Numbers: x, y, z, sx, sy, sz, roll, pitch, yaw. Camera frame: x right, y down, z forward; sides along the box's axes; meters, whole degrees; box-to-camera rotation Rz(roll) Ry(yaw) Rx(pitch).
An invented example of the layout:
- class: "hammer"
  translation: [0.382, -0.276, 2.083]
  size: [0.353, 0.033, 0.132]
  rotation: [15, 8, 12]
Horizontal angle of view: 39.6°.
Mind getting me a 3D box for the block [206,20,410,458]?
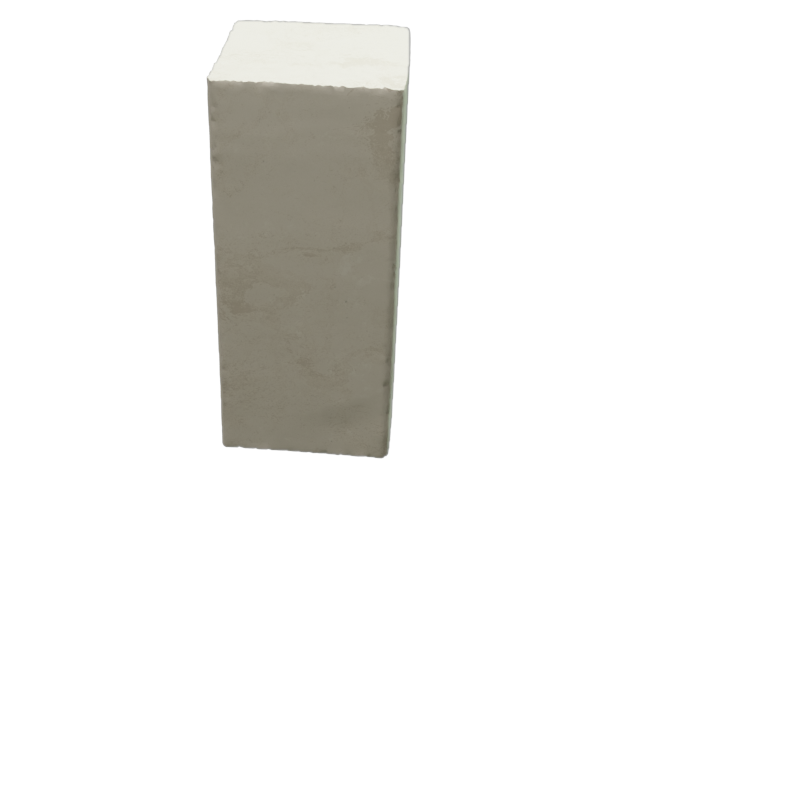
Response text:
- class: "block"
  translation: [-0.044, -0.082, 0.572]
  size: [0.091, 0.194, 0.095]
  rotation: [4, 32, 2]
